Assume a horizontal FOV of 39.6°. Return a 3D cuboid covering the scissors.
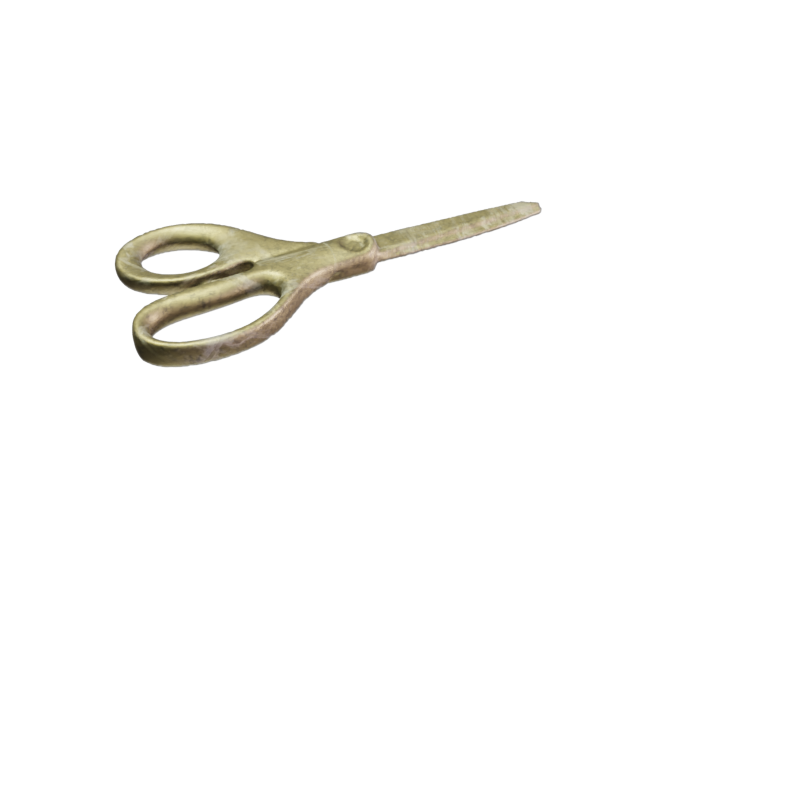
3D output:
[{"bbox_3d":[-0.039,-0.071,0.497,0.201,0.015,0.103,-30,48,-32],"label":"scissors"}]
